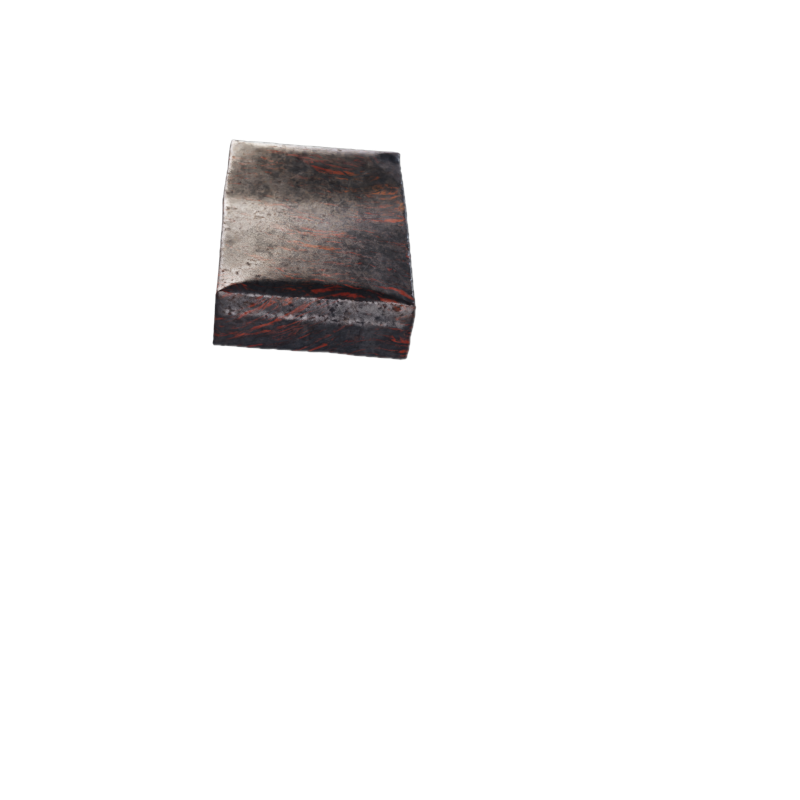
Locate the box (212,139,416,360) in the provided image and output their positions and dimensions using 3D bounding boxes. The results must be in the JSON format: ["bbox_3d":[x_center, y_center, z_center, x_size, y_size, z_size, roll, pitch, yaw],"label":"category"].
[{"bbox_3d":[-0.076,-0.139,0.973,0.163,0.230,0.067,3,-45,-6],"label":"box"}]
